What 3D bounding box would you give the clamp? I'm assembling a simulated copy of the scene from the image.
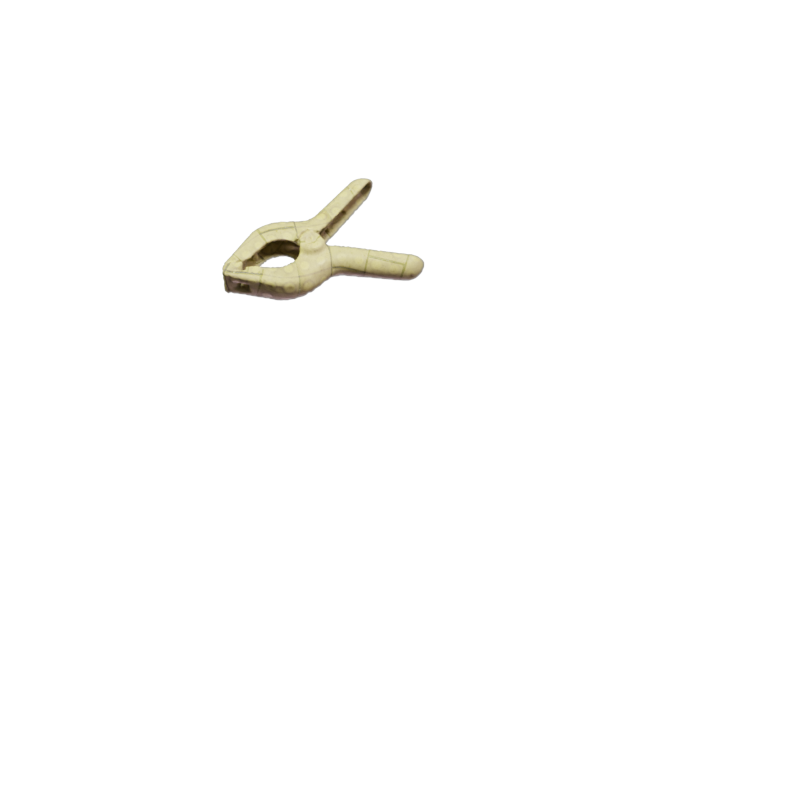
[{"bbox_3d":[-0.076,-0.139,0.976,0.170,0.130,0.036,-11,-43,-11],"label":"clamp"}]
